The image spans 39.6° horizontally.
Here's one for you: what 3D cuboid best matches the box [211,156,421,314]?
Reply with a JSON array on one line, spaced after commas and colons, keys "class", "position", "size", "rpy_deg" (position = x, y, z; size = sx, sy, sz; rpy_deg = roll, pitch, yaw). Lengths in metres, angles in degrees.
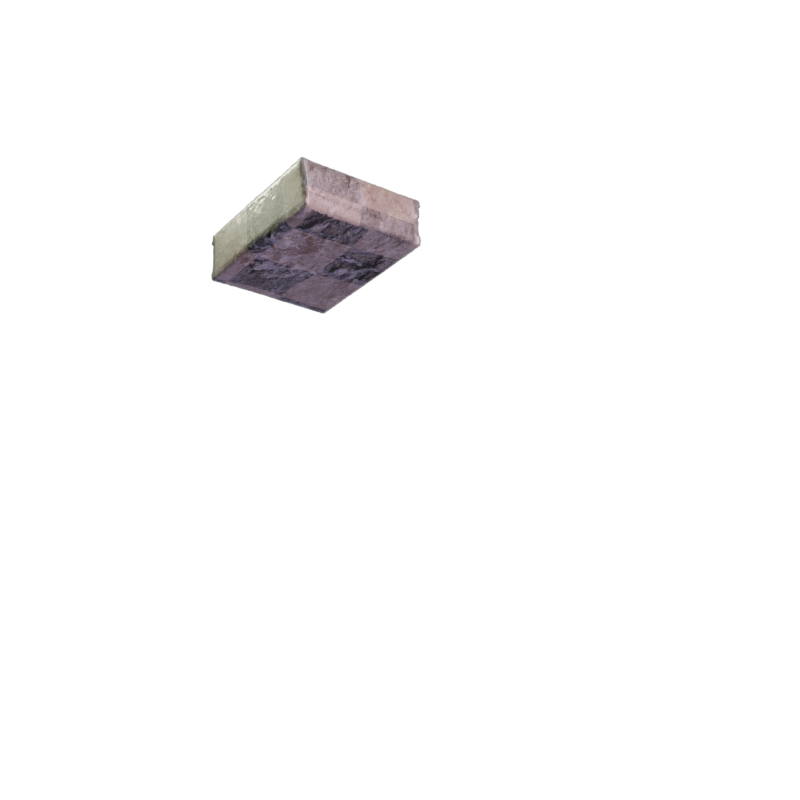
[{"class": "box", "position": [-0.055, -0.101, 0.706], "size": [0.085, 0.041, 0.113], "rpy_deg": [16, -28, -33]}]
